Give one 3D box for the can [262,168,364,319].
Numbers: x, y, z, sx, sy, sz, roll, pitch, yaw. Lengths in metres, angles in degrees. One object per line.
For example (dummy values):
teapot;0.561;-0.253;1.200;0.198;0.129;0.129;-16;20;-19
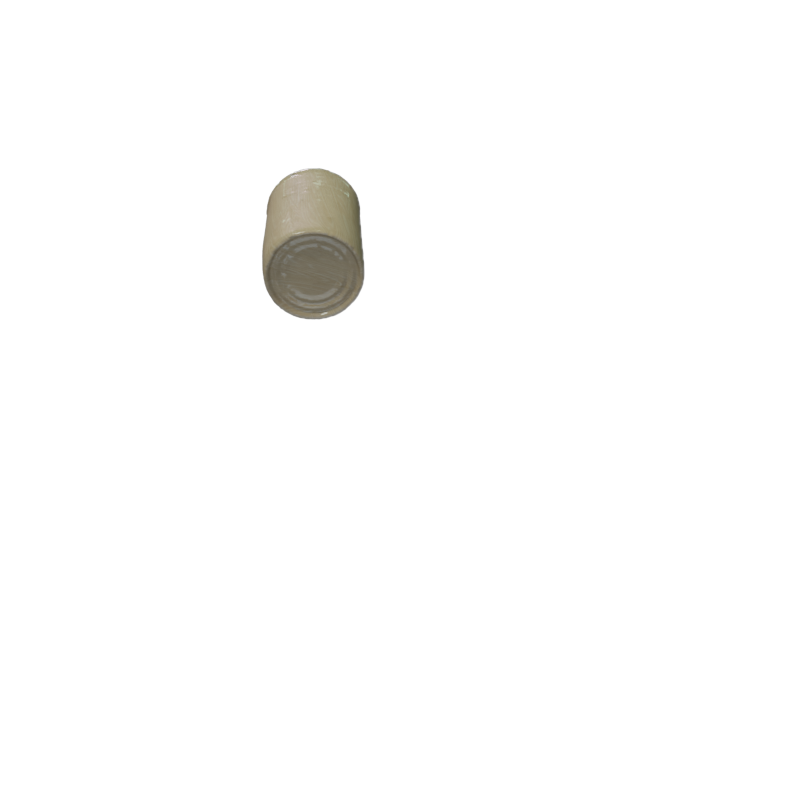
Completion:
can;-0.059;-0.108;0.759;0.068;0.065;0.109;-1;31;-3
